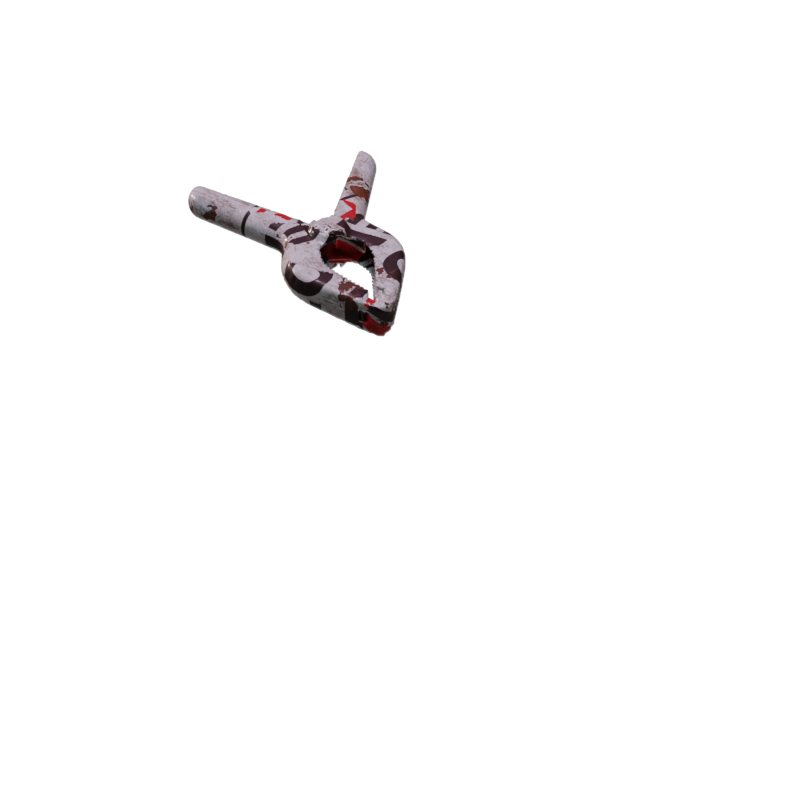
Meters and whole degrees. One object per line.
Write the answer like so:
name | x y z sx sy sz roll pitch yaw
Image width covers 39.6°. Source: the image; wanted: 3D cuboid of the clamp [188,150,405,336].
clamp | -0.067 -0.122 0.856 0.162 0.034 0.227 -12 43 -14
